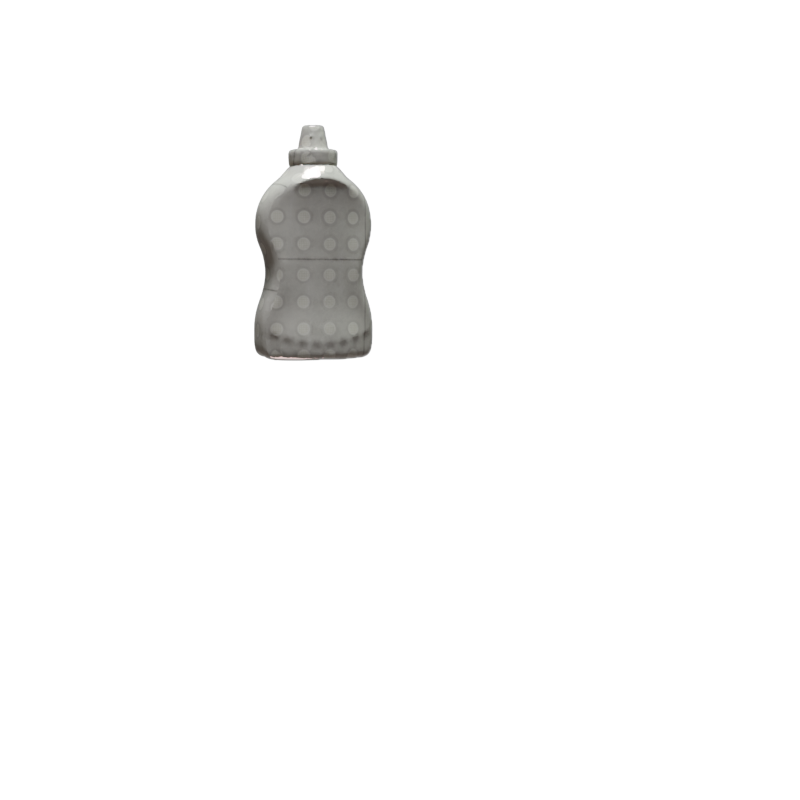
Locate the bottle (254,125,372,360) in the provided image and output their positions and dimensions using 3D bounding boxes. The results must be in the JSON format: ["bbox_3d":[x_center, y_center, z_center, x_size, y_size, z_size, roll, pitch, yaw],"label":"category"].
[{"bbox_3d":[-0.072,-0.131,0.917,0.094,0.192,0.060,0,1,-17],"label":"bottle"}]
